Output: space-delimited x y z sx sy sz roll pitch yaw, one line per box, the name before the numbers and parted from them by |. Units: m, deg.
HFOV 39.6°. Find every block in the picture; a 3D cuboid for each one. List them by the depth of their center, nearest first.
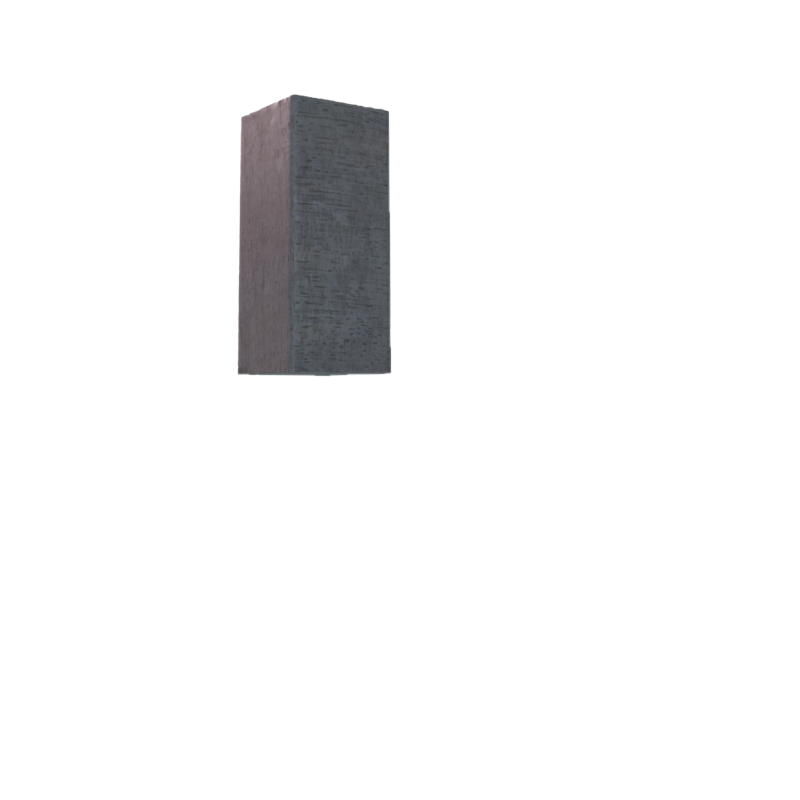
block | -0.068 -0.124 0.869 0.087 0.210 0.092 4 -8 -34
